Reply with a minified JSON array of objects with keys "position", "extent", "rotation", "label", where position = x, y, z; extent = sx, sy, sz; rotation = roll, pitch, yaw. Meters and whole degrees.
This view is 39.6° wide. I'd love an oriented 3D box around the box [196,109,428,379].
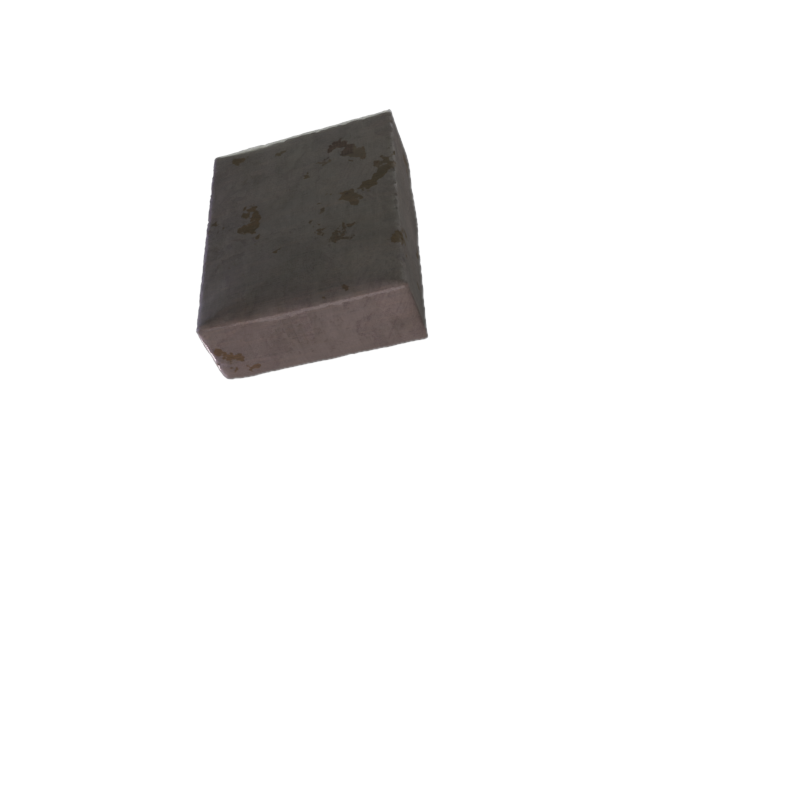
[{"position":[-0.070,-0.128,0.896],"extent":[0.165,0.230,0.066],"rotation":[-13,-45,11],"label":"box"}]
